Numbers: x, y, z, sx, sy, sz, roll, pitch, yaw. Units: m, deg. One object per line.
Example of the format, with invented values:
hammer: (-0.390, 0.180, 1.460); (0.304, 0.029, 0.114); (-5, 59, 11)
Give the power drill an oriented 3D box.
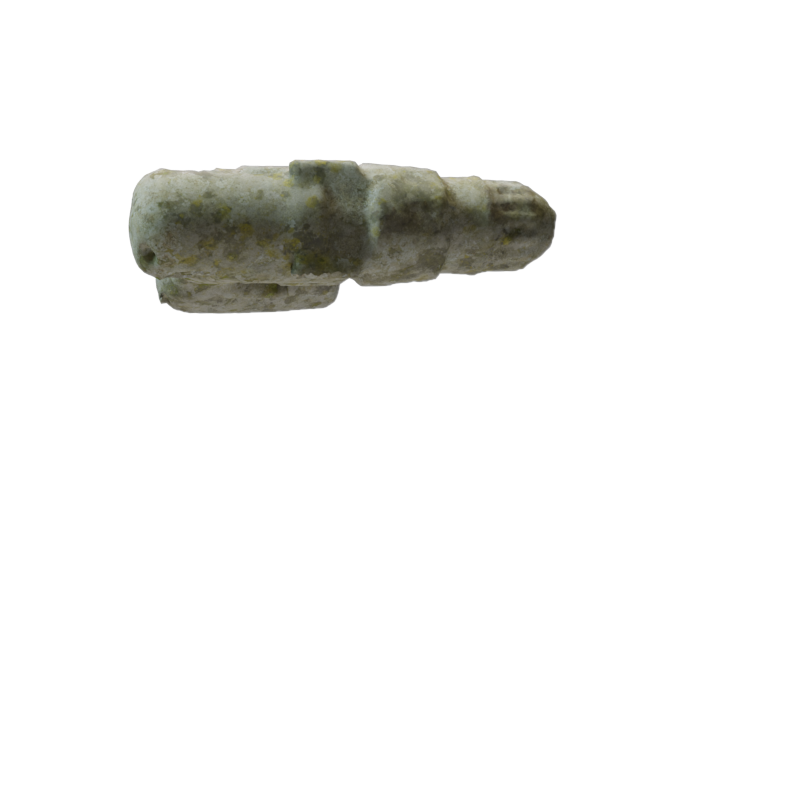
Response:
power drill: (-0.042, -0.077, 0.536); (0.181, 0.058, 0.189); (0, -1, -15)
